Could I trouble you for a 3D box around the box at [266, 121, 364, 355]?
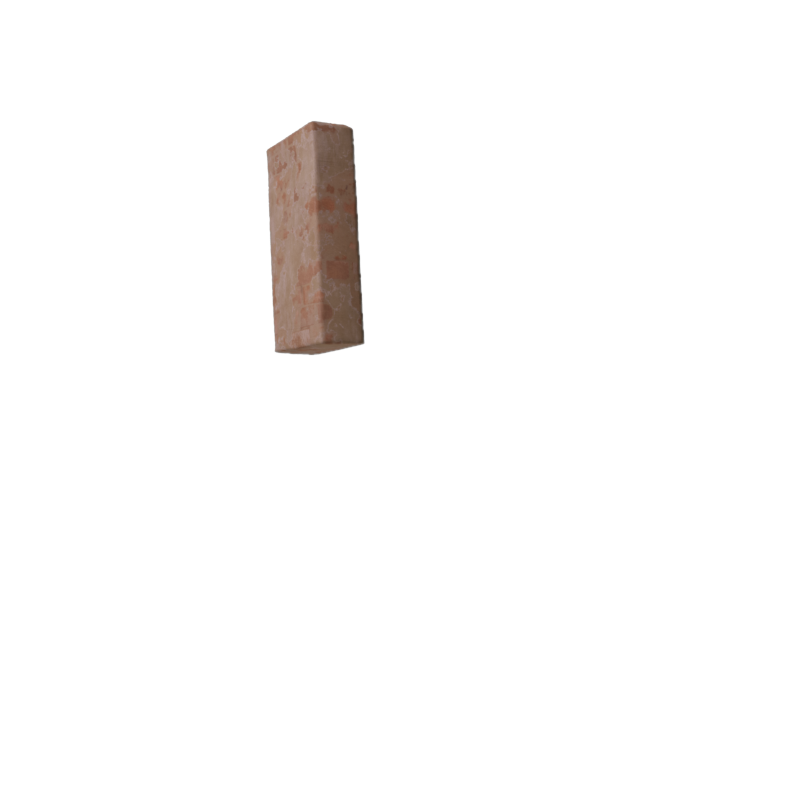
[{"bbox_3d":[-0.070,-0.128,0.898,0.046,0.181,0.094,5,-11,-29],"label":"box"}]
